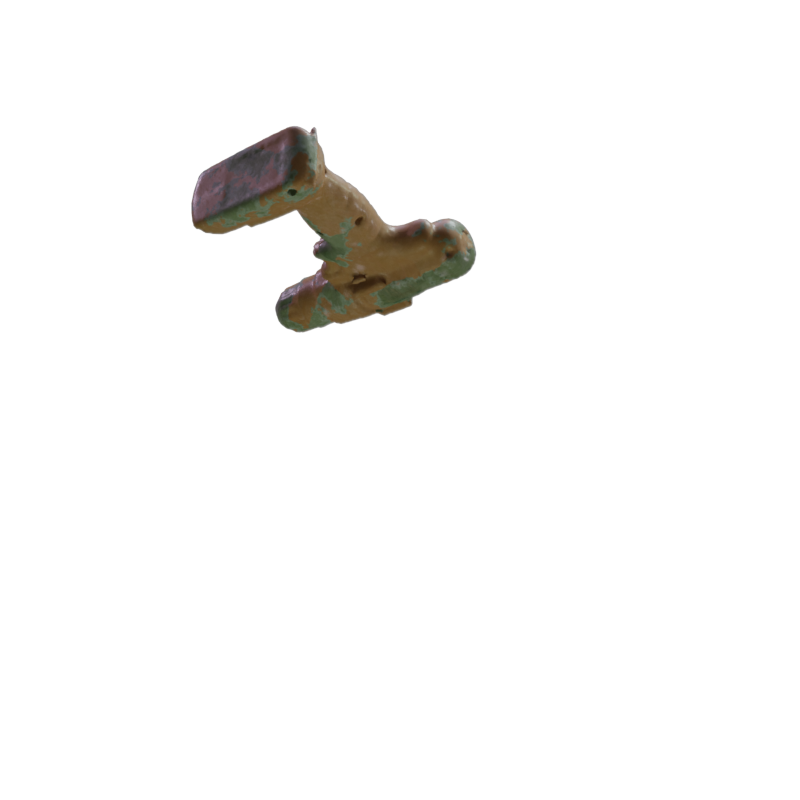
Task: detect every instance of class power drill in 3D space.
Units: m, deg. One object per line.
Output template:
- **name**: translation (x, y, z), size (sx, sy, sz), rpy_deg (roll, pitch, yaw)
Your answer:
- **power drill**: translation (-0.065, -0.118, 0.827), size (0.186, 0.061, 0.175), rpy_deg (-20, -34, 33)
